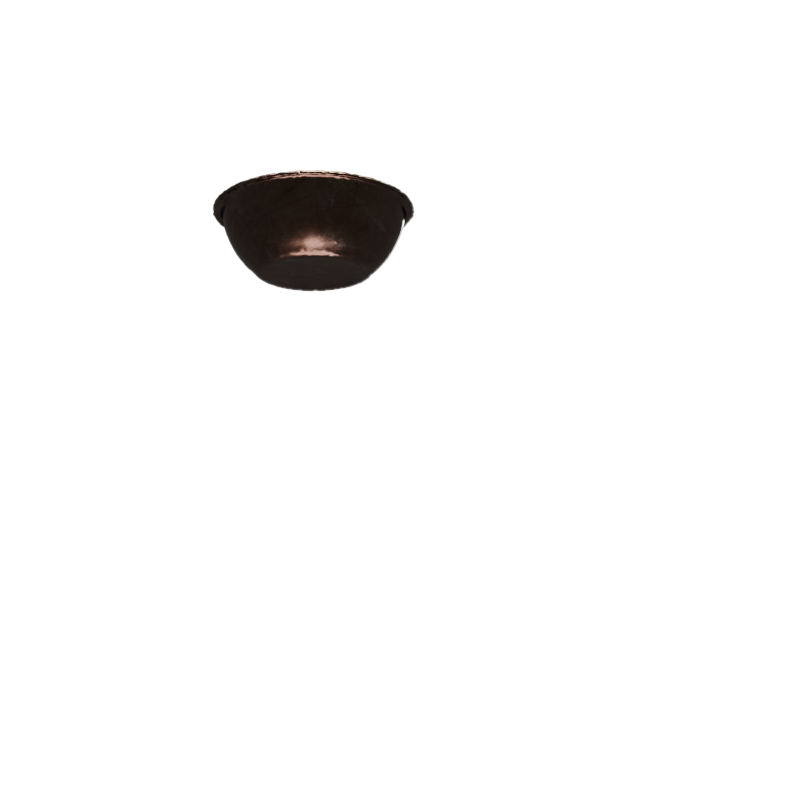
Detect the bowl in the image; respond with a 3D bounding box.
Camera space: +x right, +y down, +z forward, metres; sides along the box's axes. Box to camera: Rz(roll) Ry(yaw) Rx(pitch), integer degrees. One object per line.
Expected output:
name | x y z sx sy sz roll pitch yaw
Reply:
bowl | -0.069 -0.126 0.884 0.162 0.057 0.156 0 -14 -2
